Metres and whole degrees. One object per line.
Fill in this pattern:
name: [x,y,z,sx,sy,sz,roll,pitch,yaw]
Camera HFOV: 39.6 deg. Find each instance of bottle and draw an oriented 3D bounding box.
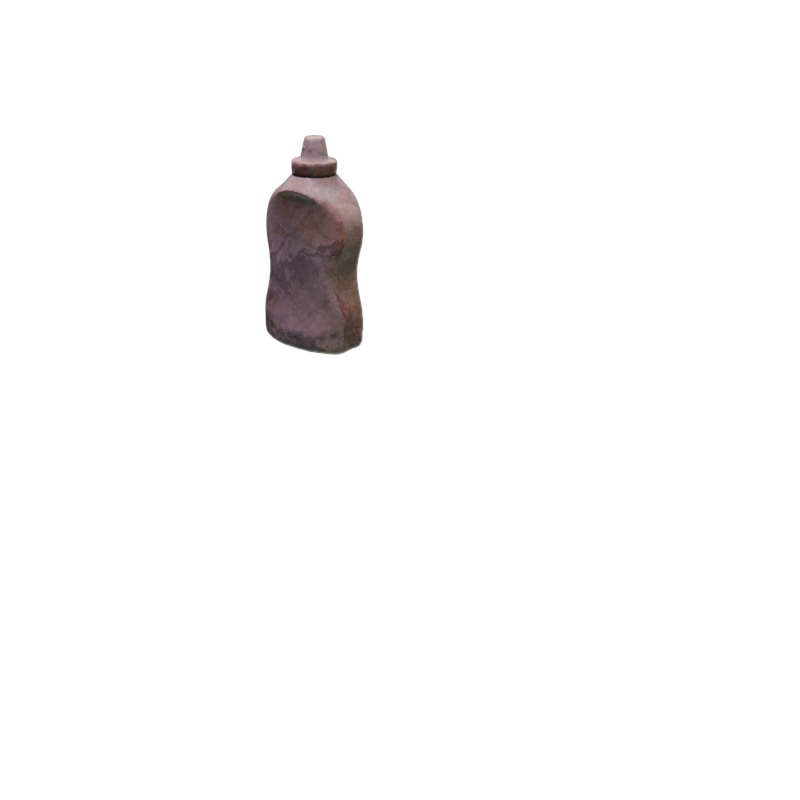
bottle: [-0.078,-0.143,1.000,0.101,0.185,0.057,15,21,38]
